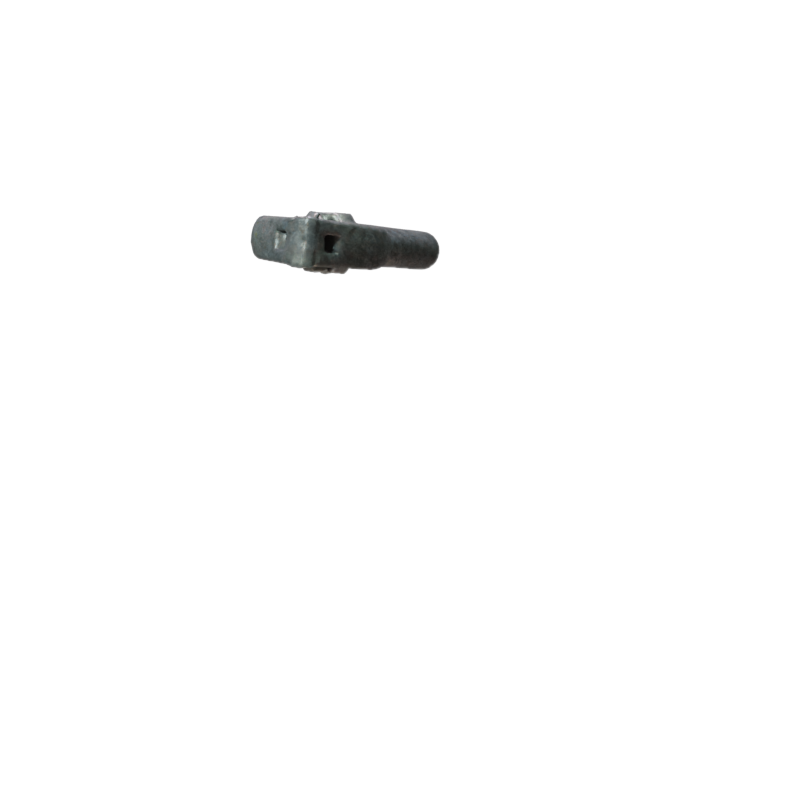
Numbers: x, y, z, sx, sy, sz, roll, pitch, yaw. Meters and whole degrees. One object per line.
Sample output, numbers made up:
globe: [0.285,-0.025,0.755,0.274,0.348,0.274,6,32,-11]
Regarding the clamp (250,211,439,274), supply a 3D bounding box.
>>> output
clamp: [-0.051,-0.094,0.658,0.123,0.039,0.168,1,4,16]
